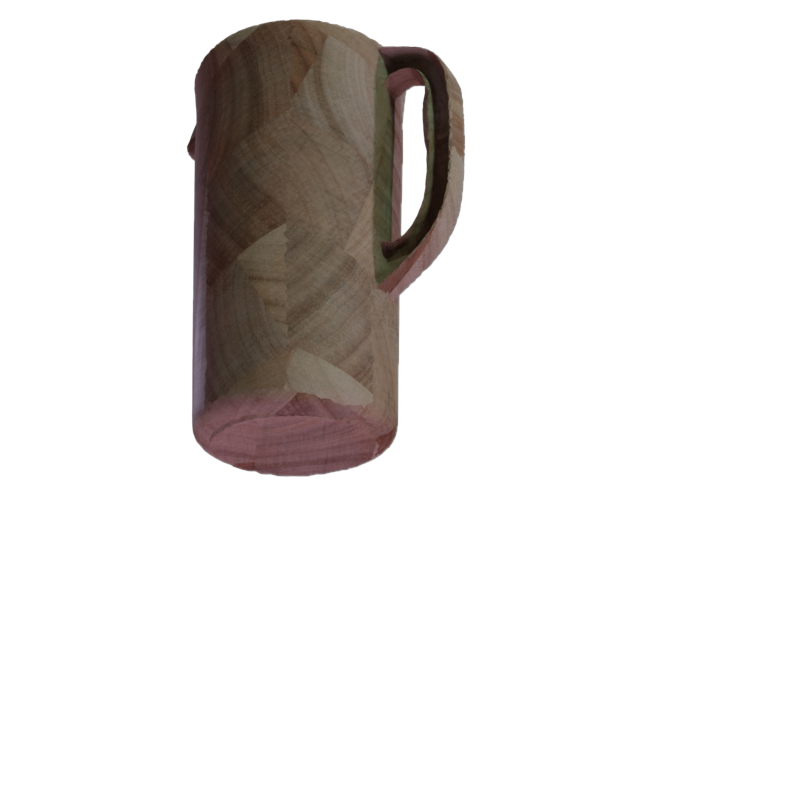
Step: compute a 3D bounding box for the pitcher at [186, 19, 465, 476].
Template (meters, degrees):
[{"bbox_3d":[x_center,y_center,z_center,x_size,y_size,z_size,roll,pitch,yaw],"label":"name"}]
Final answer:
[{"bbox_3d":[-0.049,-0.090,0.631,0.142,0.258,0.143,6,-29,-15],"label":"pitcher"}]
